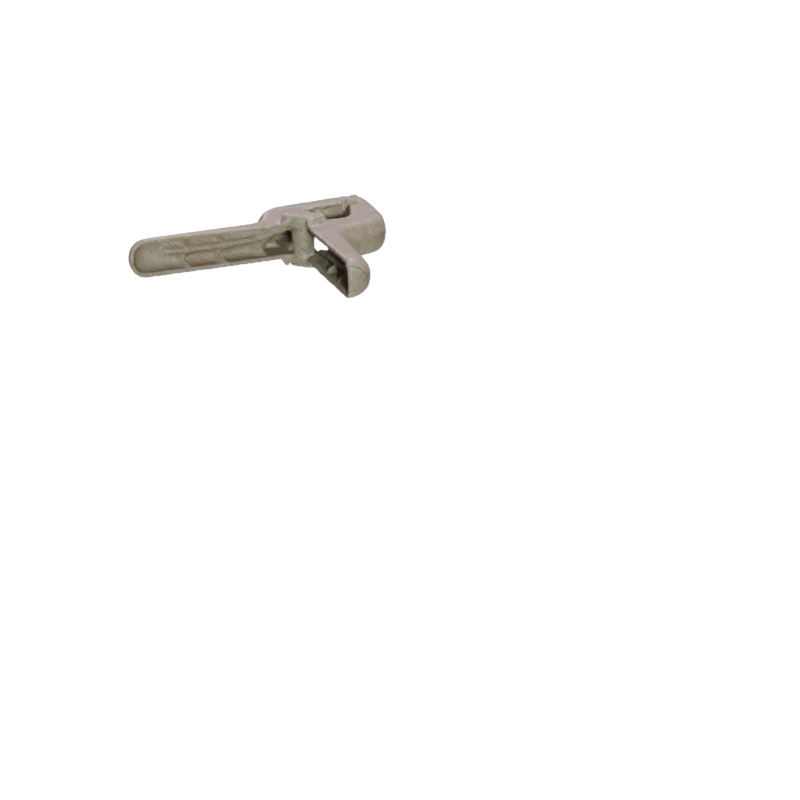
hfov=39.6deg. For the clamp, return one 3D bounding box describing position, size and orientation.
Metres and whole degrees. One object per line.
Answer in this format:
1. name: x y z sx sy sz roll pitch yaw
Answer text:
1. clamp: -0.060 -0.109 0.762 0.171 0.035 0.209 11 22 27
